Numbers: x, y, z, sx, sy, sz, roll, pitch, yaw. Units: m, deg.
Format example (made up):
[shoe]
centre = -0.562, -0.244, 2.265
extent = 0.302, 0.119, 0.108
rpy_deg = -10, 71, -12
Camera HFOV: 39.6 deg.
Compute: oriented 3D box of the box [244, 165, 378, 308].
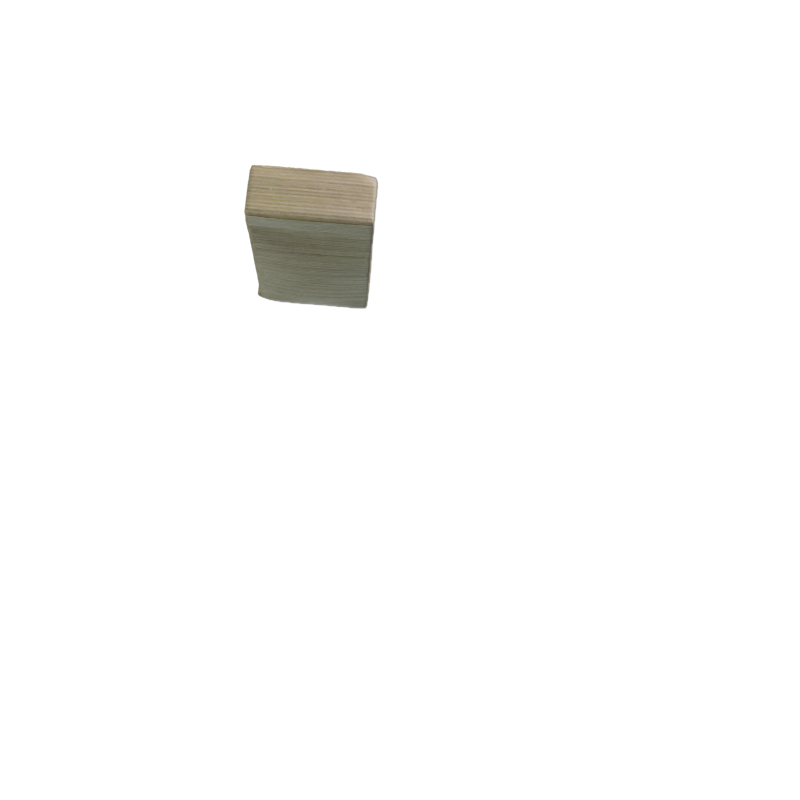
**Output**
[box]
centre = -0.066, -0.122, 0.851
extent = 0.093, 0.050, 0.168
rpy_deg = 6, -19, -1
